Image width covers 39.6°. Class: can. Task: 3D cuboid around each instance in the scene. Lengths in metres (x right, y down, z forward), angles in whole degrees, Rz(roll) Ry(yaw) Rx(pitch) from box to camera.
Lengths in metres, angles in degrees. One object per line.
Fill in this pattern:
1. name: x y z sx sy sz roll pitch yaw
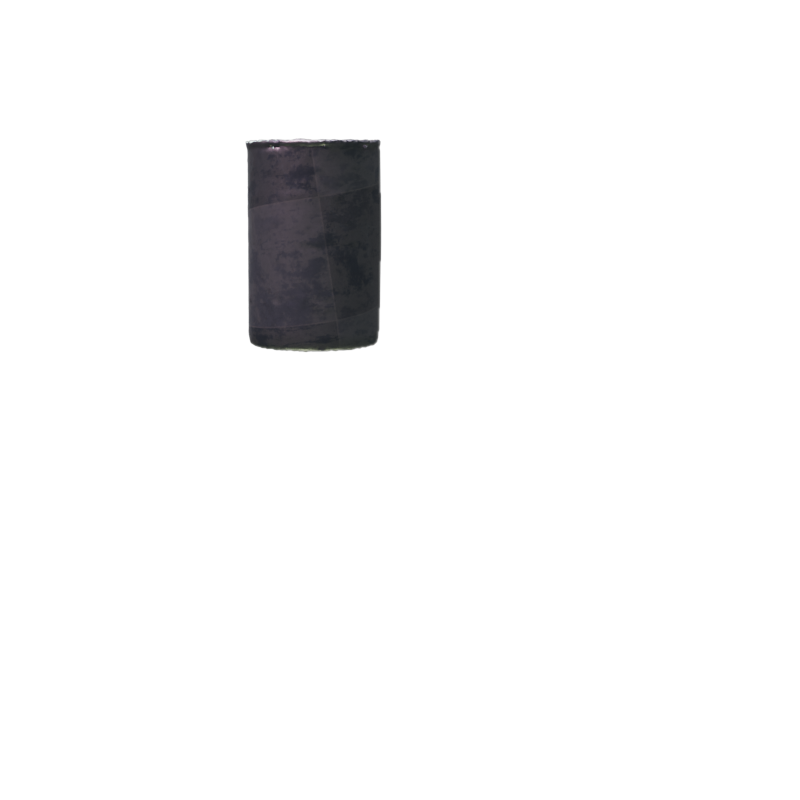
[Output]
1. can: -0.044 -0.080 0.560 0.068 0.101 0.070 0 6 -2
